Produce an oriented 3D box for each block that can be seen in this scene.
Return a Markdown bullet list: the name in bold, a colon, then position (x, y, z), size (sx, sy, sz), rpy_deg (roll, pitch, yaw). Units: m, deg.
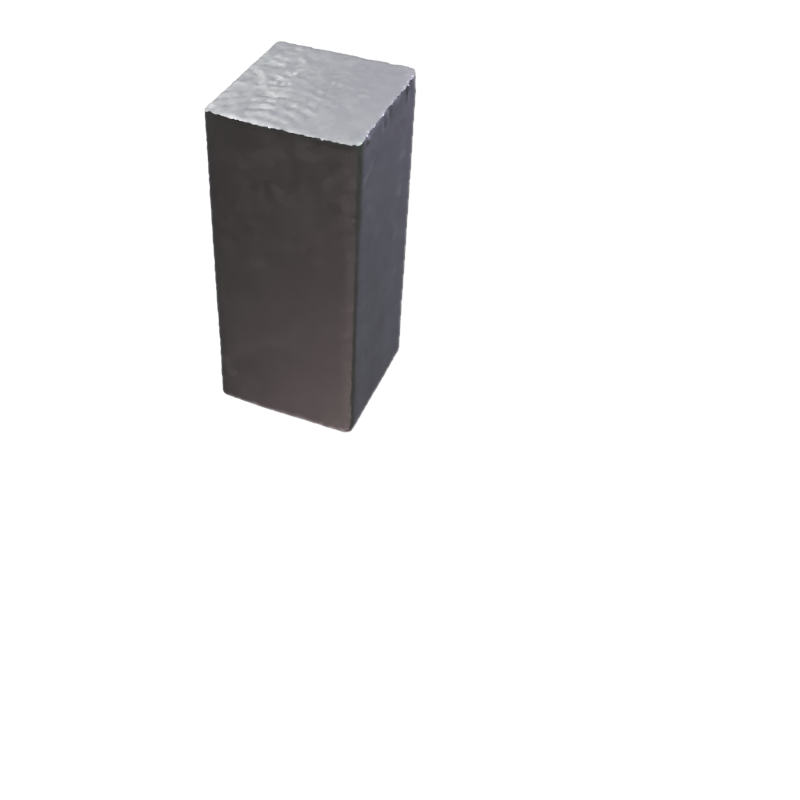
- **block**: position (-0.051, -0.093, 0.655), size (0.093, 0.192, 0.094), rpy_deg (17, 42, 16)
